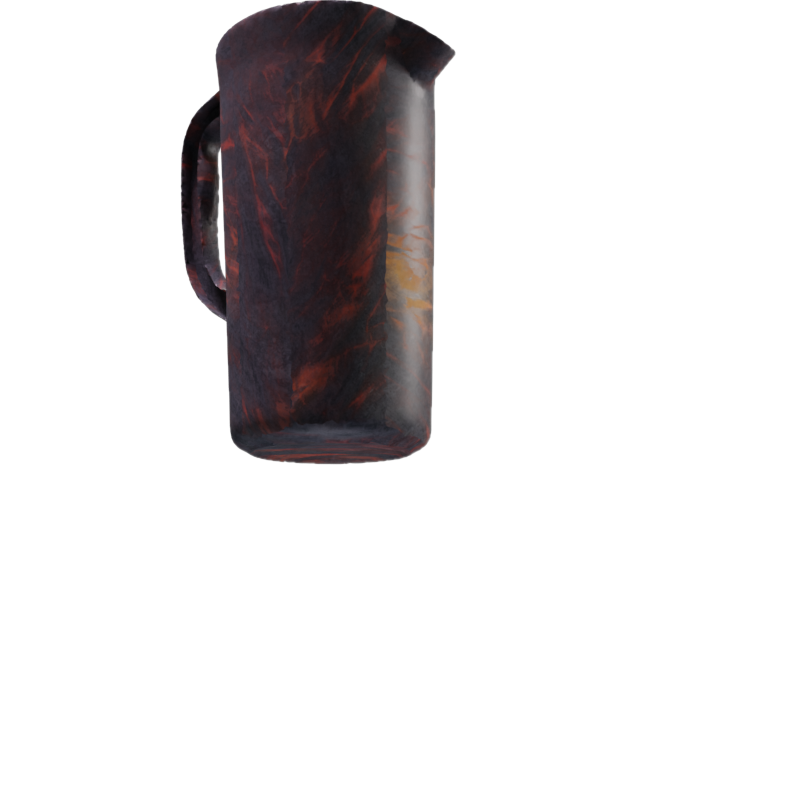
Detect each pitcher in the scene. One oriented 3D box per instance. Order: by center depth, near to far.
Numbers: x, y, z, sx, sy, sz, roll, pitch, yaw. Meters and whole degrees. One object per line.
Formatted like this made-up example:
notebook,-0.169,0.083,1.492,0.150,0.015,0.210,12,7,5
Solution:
pitcher,-0.050,-0.091,0.635,0.142,0.253,0.146,3,-16,-14
